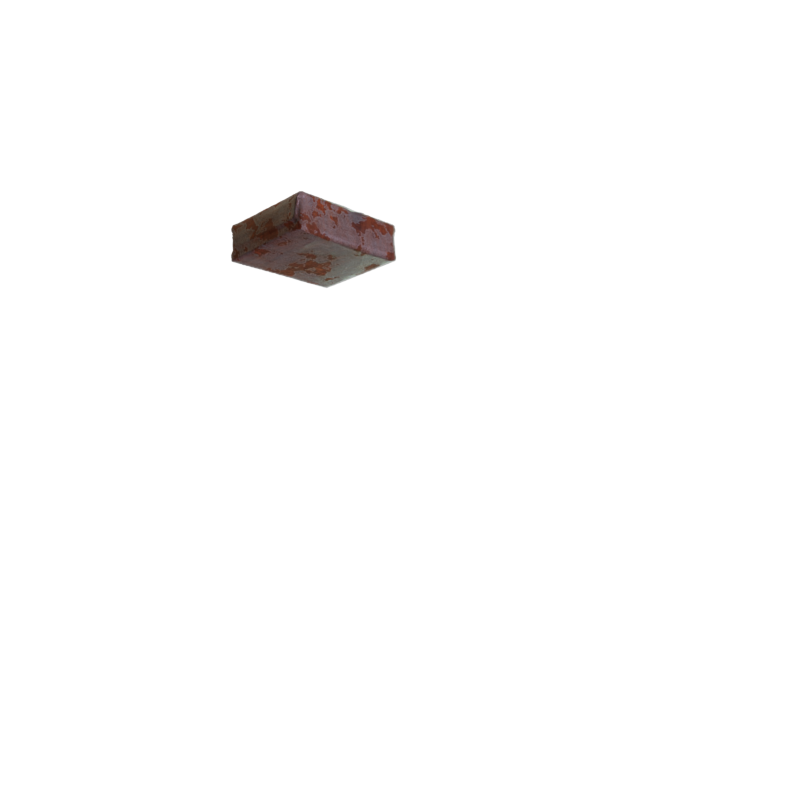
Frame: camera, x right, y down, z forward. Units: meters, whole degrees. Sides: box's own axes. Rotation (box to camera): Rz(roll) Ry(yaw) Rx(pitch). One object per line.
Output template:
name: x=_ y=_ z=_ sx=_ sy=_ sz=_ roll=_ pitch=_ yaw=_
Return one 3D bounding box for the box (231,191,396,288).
box: x=-0.059 y=-0.108 z=0.754 sx=0.084 sy=0.032 sz=0.074 roll=14 pitch=-22 yaw=-40
